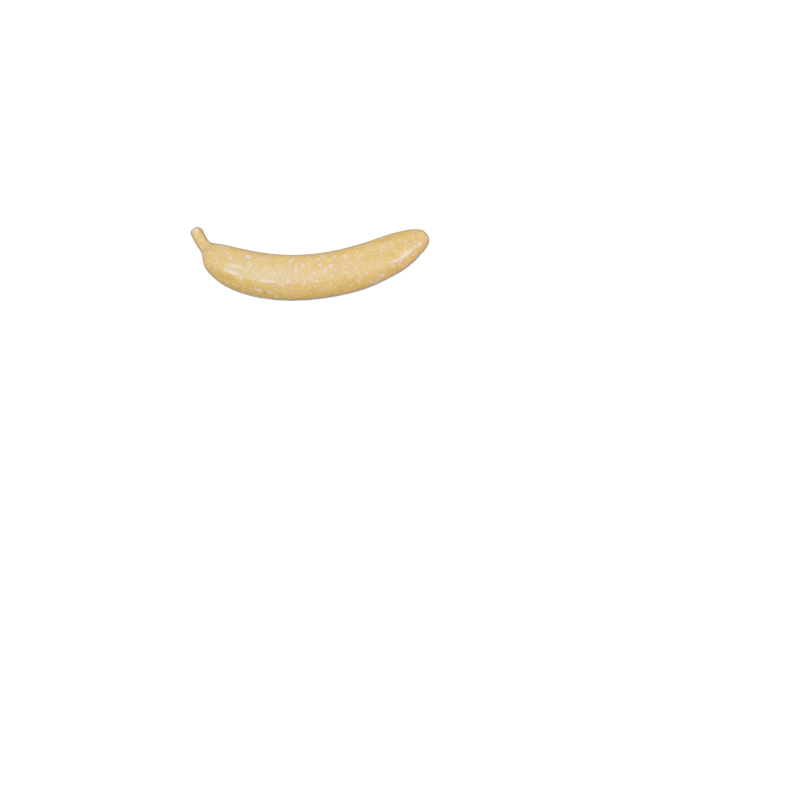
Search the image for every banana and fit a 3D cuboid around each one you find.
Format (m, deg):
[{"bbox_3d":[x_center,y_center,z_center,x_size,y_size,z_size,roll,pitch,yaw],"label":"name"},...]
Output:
[{"bbox_3d":[-0.075,-0.112,0.897,0.198,0.074,0.035,2,-25,1],"label":"banana"}]
